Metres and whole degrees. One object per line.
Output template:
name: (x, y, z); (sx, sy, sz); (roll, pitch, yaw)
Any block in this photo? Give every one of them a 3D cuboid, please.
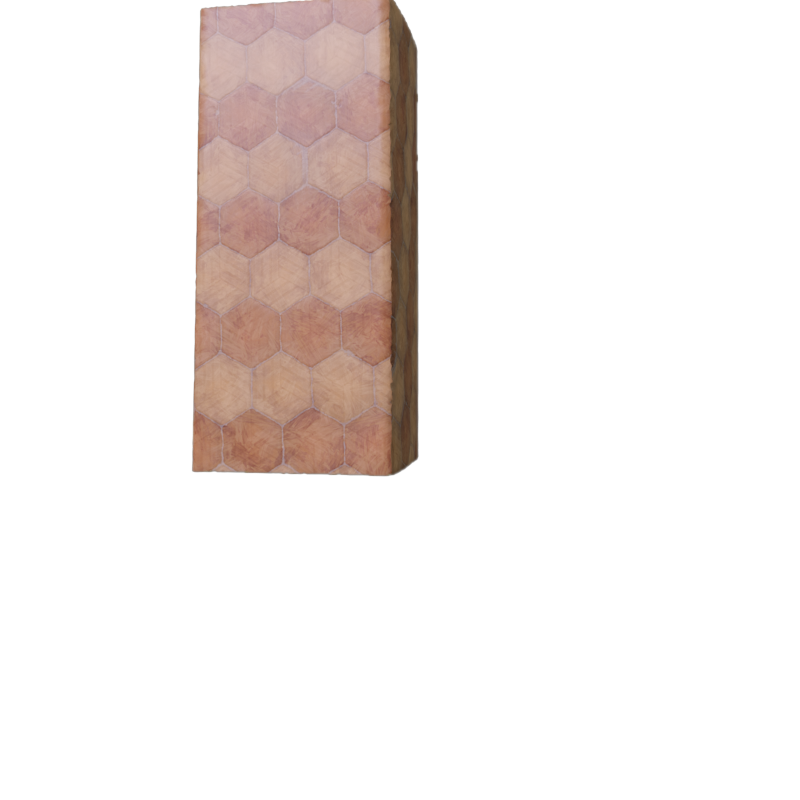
block: (-0.040, -0.074, 0.520); (0.092, 0.209, 0.088); (-1, -5, 11)
